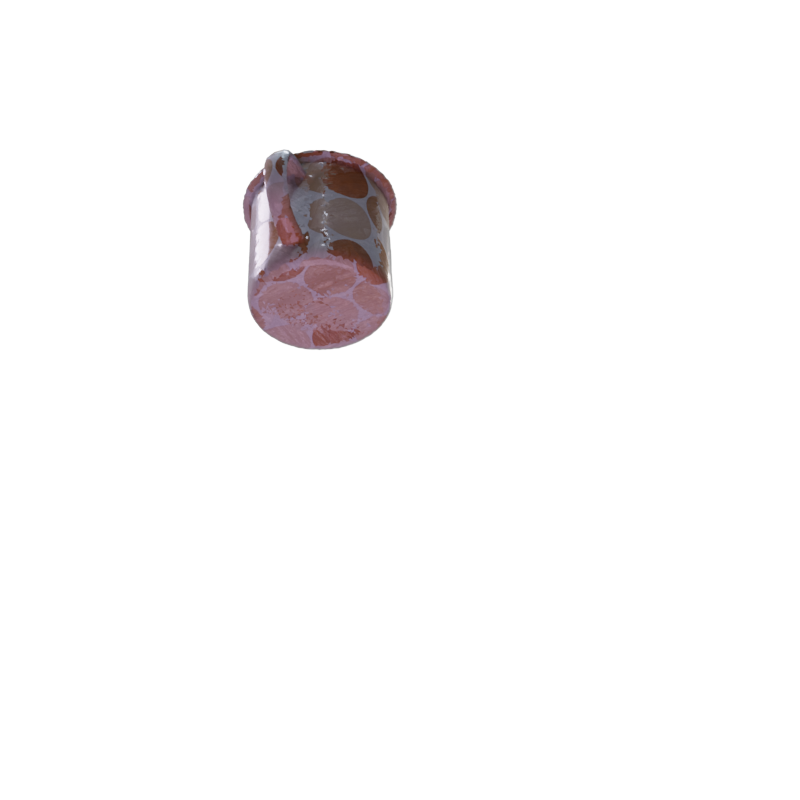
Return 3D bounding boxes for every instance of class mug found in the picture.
[{"bbox_3d":[-0.050,-0.090,0.633,0.094,0.087,0.108,-12,-42,12],"label":"mug"}]
